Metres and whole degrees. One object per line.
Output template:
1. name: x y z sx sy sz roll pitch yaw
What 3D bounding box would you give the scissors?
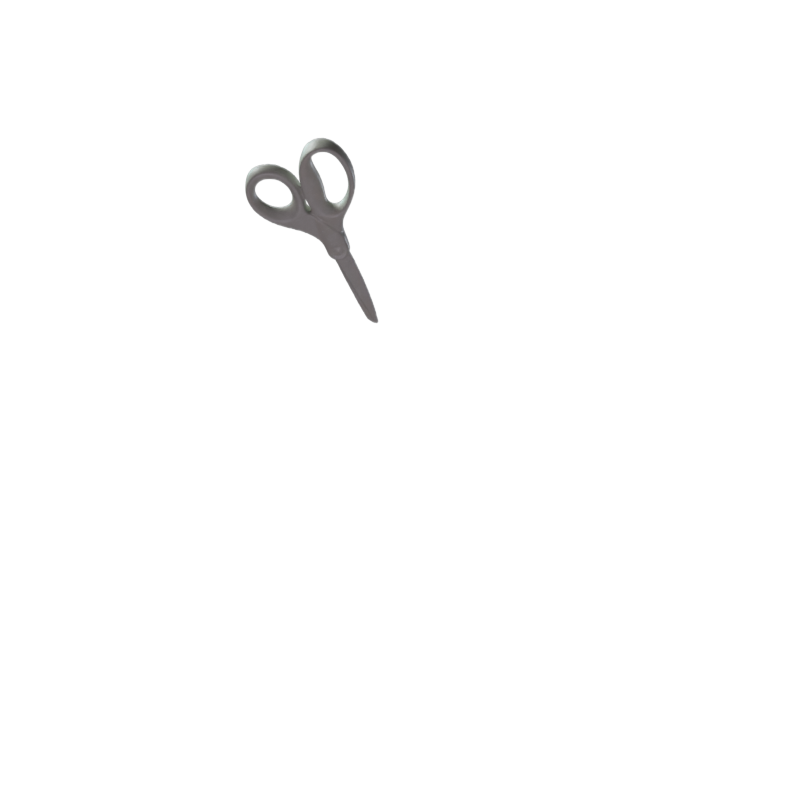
1. scissors: -0.071 -0.130 0.913 0.096 0.017 0.187 -2 -44 2
